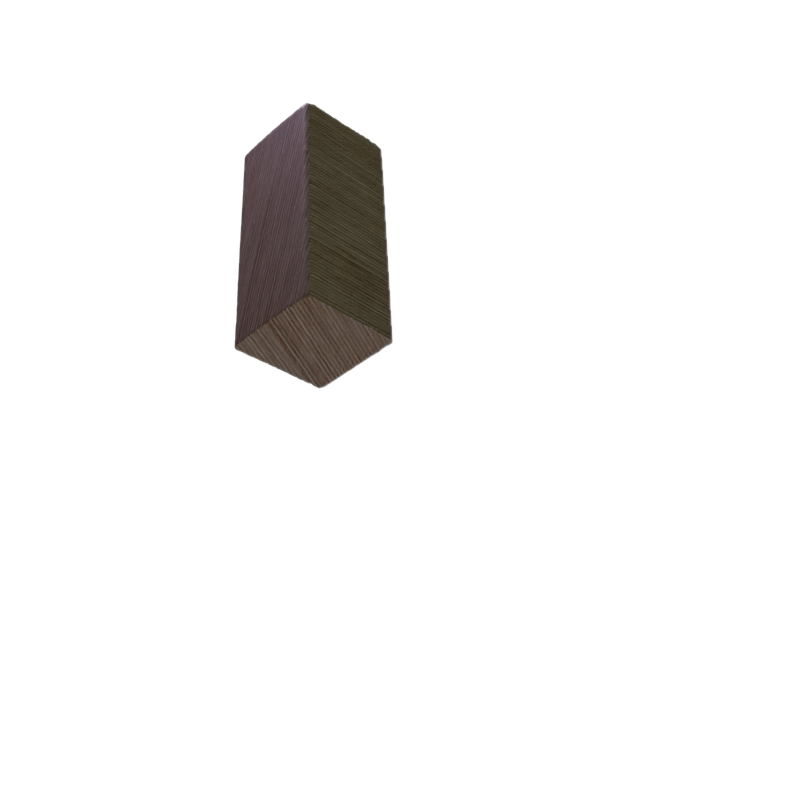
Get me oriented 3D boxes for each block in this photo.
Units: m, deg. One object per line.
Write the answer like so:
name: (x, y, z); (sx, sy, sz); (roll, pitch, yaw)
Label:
block: (-0.071, -0.130, 0.909); (0.085, 0.221, 0.089); (28, -47, -34)
